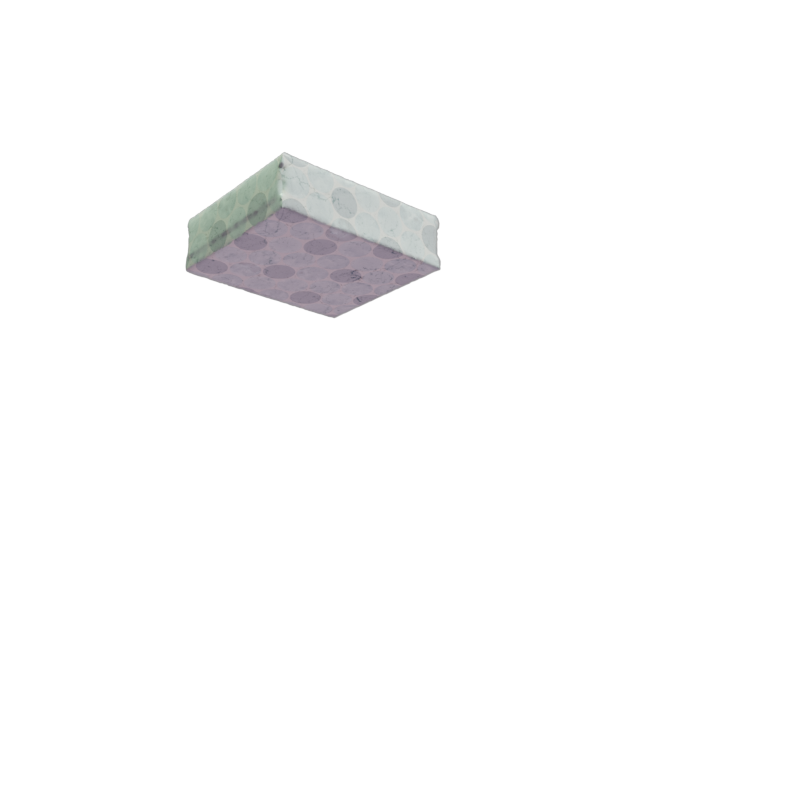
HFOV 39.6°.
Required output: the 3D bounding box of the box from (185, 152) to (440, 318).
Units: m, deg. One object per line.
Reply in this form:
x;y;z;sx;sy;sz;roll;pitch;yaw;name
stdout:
-0.038;-0.070;0.490;0.084;0.032;0.073;16;-27;-36;box
